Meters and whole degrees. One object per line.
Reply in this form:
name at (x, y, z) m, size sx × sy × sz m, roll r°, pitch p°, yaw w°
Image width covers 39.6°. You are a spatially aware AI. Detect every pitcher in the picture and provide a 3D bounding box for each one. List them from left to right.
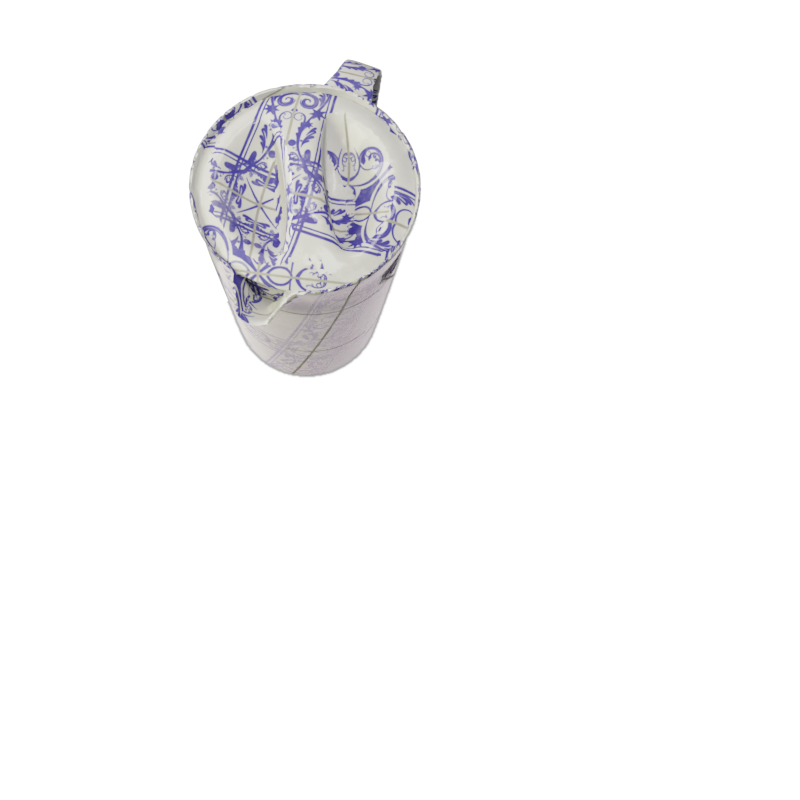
pitcher at (-0.058, -0.106, 0.745) m, size 0.149 × 0.152 × 0.233 m, roll -24°, pitch -13°, yaw -9°
